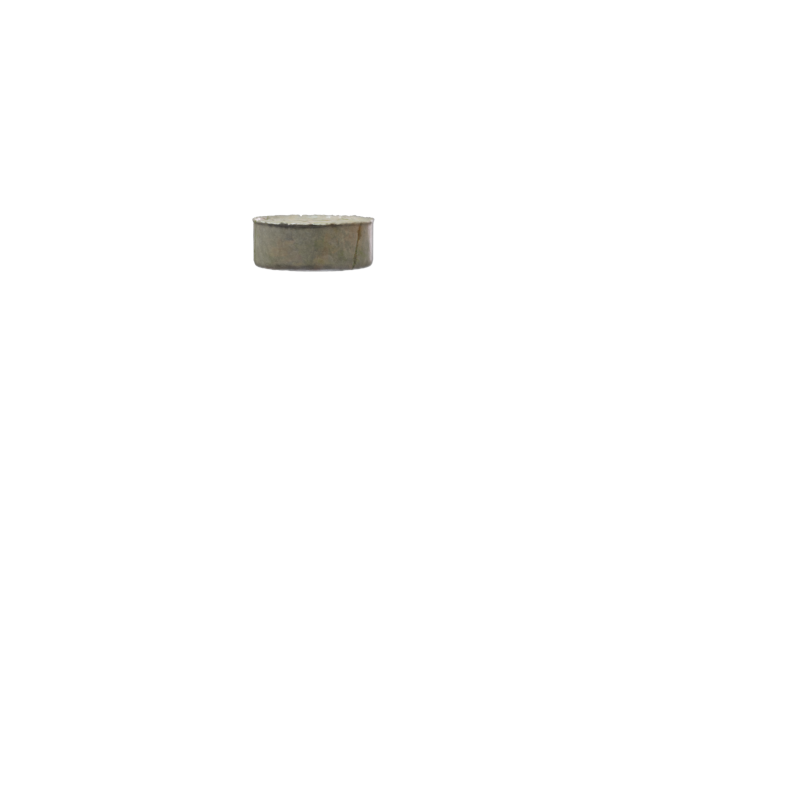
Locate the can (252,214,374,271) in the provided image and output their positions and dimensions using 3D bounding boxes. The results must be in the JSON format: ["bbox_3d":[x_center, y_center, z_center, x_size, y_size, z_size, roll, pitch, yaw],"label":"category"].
[{"bbox_3d":[-0.061,-0.111,0.779,0.086,0.033,0.088,0,12,-2],"label":"can"}]
